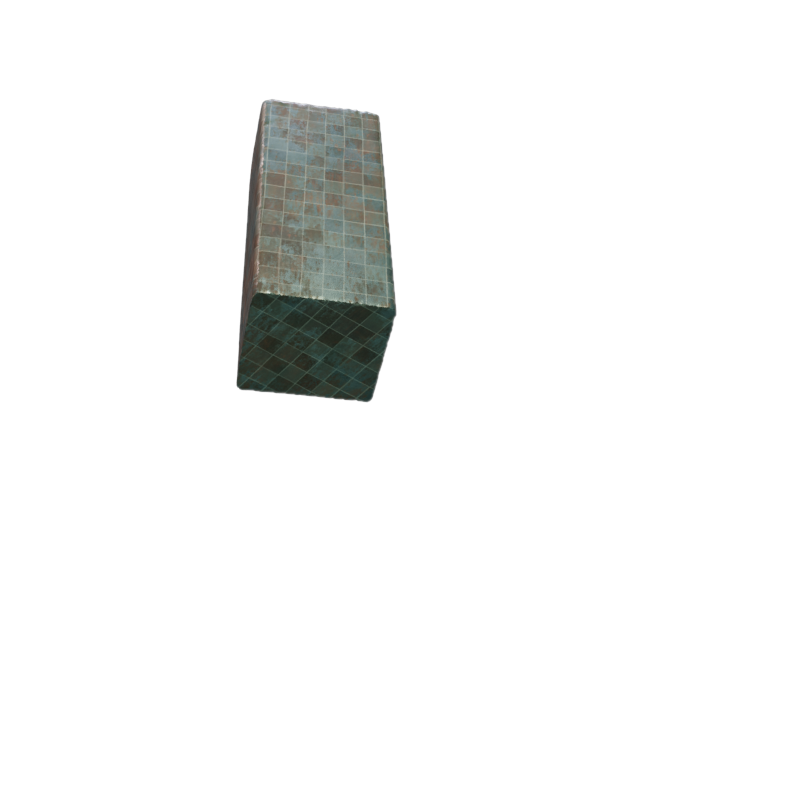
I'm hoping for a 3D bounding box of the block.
[{"bbox_3d":[-0.060,-0.110,0.767,0.089,0.221,0.085,6,-46,-9],"label":"block"}]
